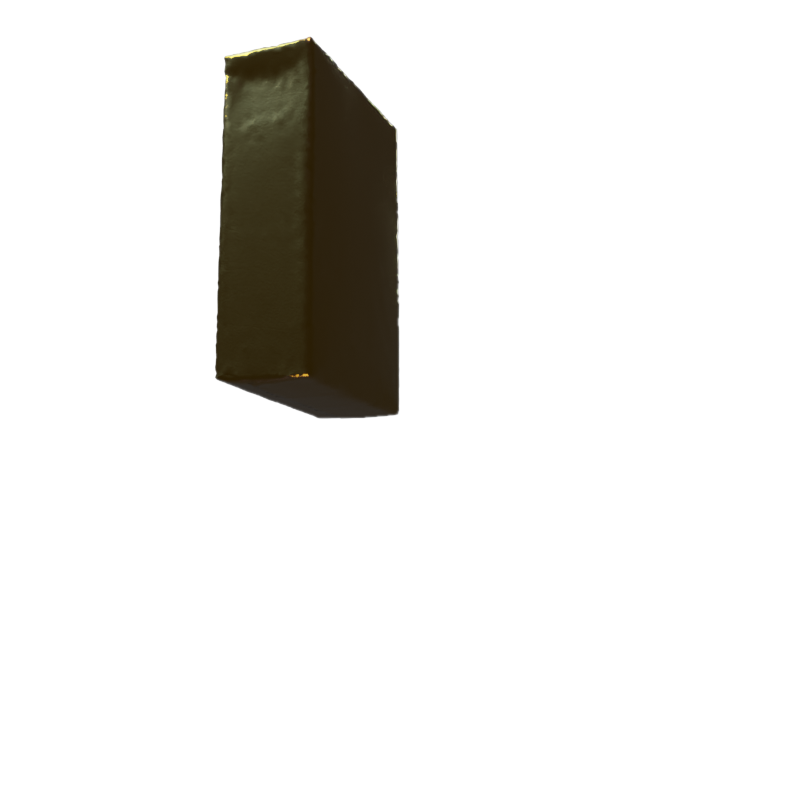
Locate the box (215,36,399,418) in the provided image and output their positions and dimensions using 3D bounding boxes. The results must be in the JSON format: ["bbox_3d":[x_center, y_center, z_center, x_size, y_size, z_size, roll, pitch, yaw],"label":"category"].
[{"bbox_3d":[-0.057,-0.104,0.732,0.073,0.222,0.155,-7,-15,19],"label":"box"}]
